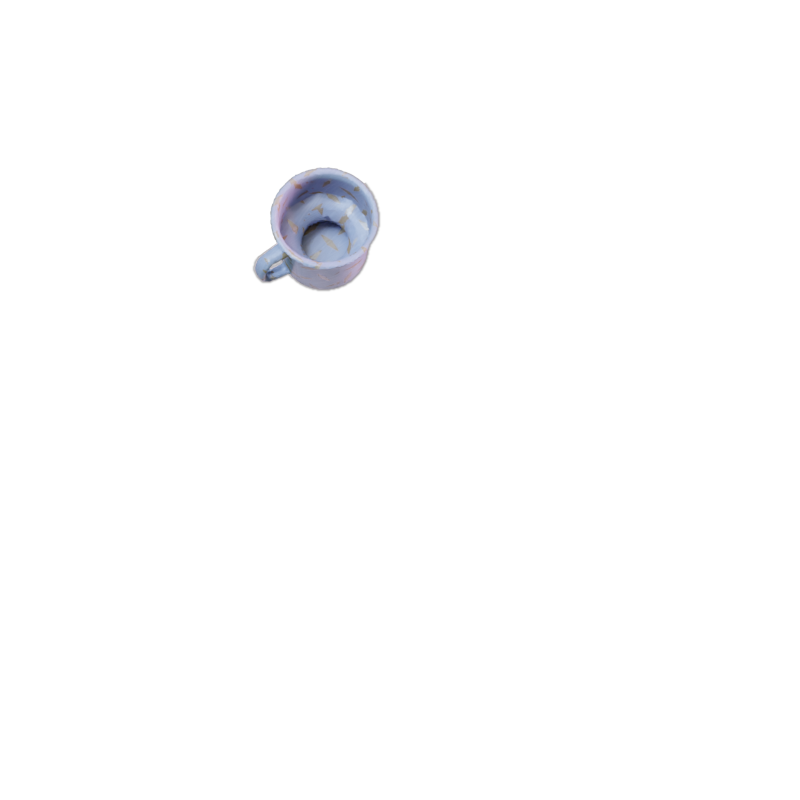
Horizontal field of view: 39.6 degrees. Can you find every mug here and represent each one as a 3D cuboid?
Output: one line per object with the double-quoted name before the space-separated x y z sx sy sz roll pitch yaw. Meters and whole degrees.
"mug" -0.076 -0.139 0.975 0.117 0.097 0.078 -36 -13 -12
